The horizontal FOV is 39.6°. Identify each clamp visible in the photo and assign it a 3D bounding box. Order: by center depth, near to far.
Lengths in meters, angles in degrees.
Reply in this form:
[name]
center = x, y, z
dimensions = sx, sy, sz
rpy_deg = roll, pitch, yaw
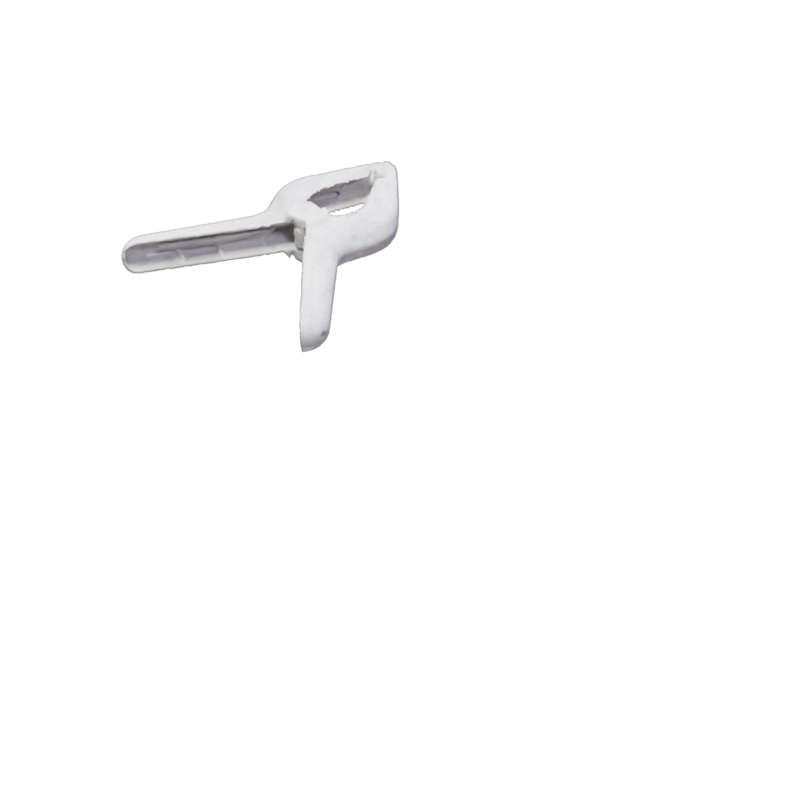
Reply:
[clamp]
center = -0.059, -0.107, 0.752
dimensions = 0.175, 0.034, 0.210
rpy_deg = 29, 46, 33
